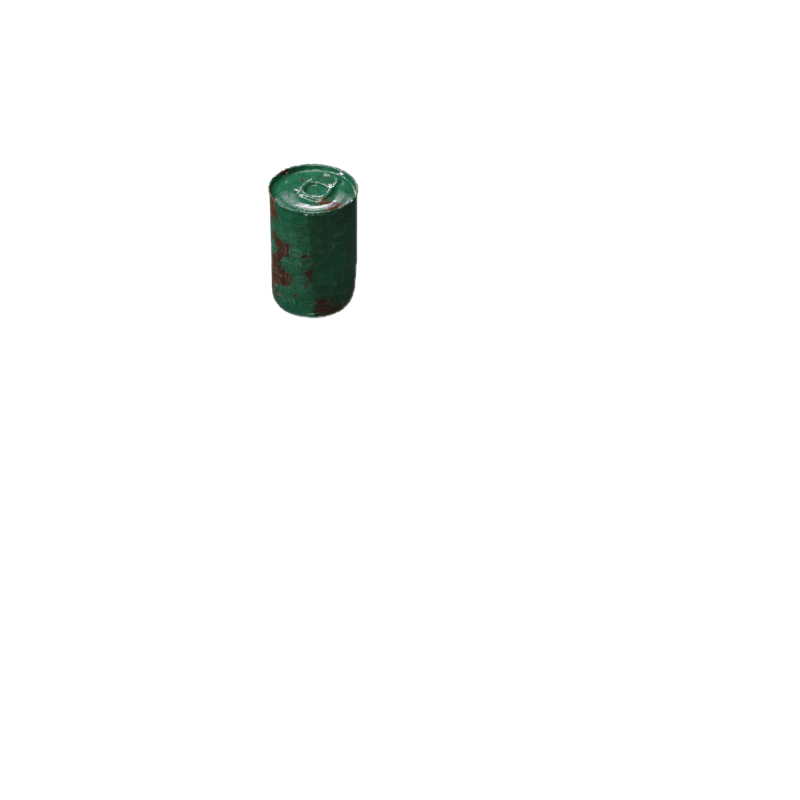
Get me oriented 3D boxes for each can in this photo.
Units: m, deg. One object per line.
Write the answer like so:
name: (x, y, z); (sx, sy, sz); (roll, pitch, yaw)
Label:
can: (-0.068, -0.123, 0.863); (0.068, 0.095, 0.073); (0, 40, -3)
